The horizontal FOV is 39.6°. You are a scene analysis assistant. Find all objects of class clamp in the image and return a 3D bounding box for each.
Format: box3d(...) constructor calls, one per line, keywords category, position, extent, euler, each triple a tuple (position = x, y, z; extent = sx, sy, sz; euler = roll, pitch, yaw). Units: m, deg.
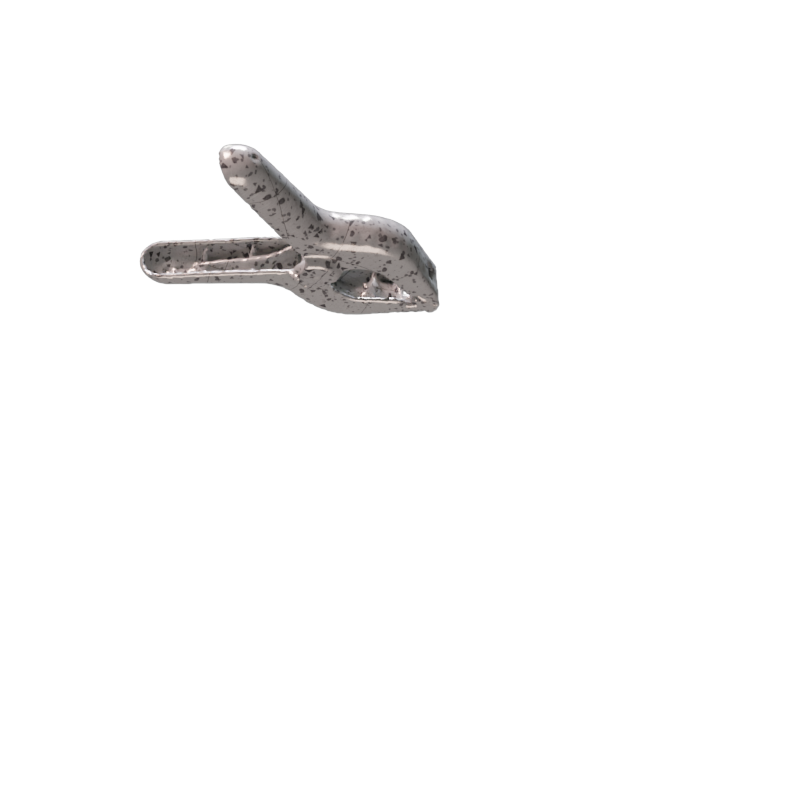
box3d(category="clamp", position=(-0.048, -0.087, 0.611), extent=(0.166, 0.041, 0.117), euler=(8, -23, -20))
